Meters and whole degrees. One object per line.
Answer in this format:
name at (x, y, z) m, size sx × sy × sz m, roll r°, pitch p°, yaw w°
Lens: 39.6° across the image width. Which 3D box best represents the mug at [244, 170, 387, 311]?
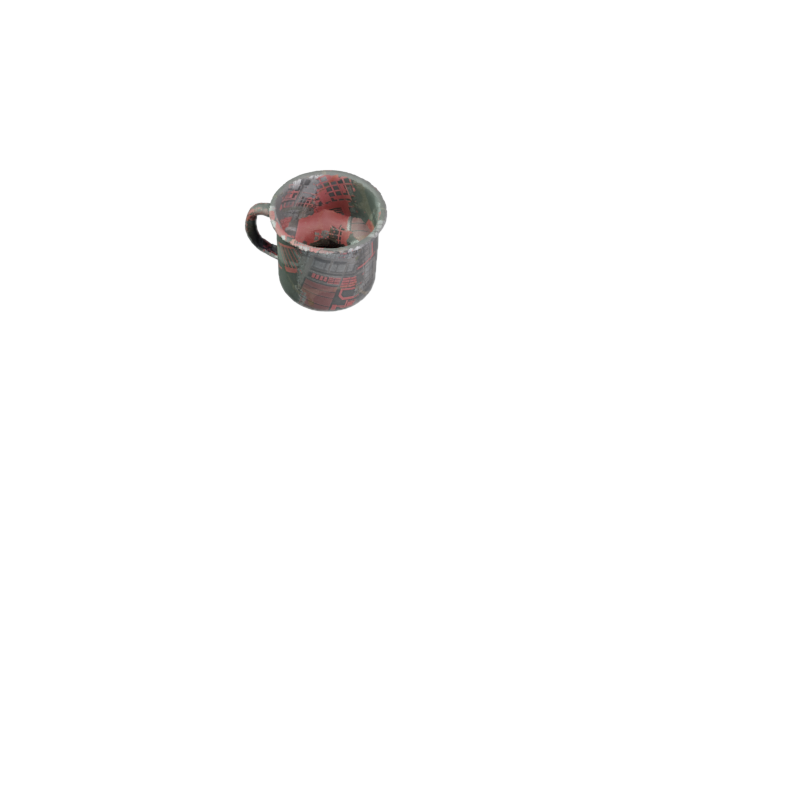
mug at (-0.071, -0.129, 0.902) m, size 0.119 × 0.098 × 0.076 m, roll 12°, pitch -39°, yaw 9°
